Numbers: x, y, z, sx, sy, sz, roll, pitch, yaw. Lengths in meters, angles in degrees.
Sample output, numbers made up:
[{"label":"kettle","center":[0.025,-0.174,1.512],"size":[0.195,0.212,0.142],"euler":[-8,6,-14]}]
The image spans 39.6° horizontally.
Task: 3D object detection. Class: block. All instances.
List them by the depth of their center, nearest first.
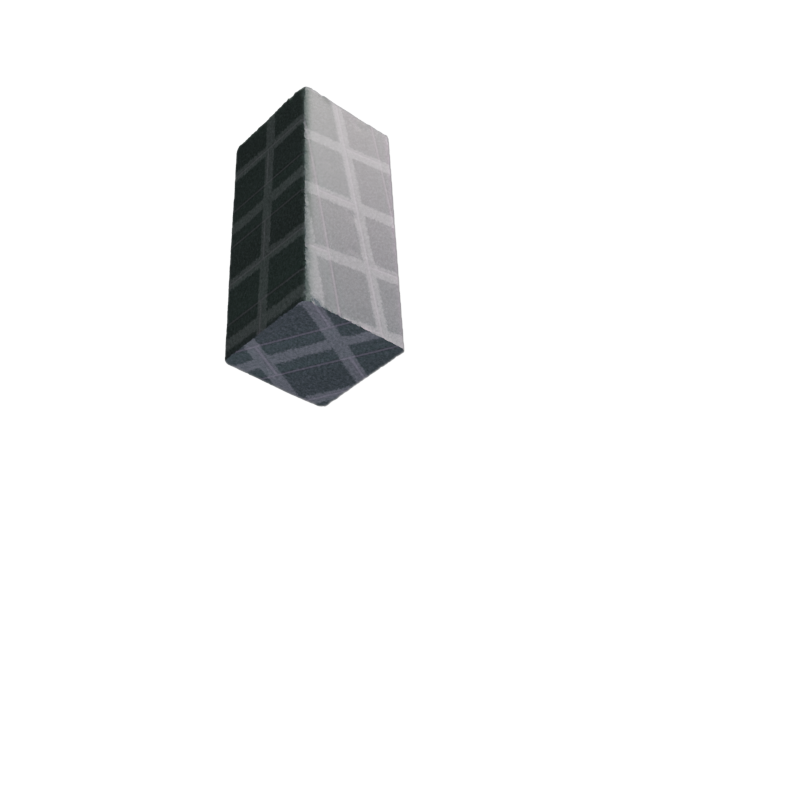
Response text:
[{"label":"block","center":[-0.064,-0.115,0.806],"size":[0.085,0.221,0.090],"euler":[27,-47,-32]}]
